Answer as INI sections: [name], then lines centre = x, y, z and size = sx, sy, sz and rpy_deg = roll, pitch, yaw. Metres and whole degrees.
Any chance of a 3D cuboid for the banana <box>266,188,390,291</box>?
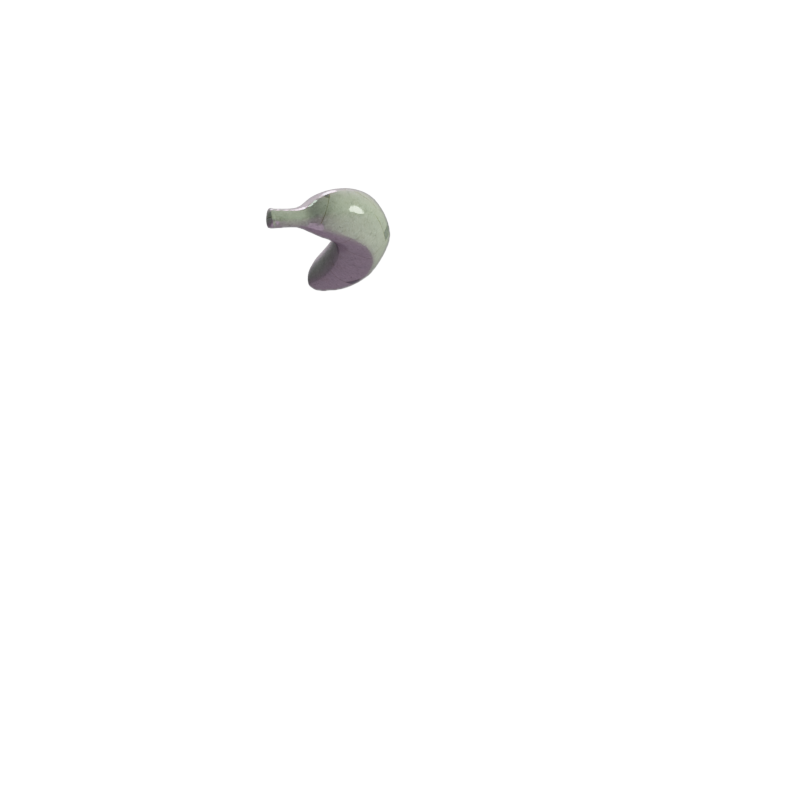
[banana]
centre = -0.041, -0.109, 0.748
size = 0.070, 0.038, 0.191
rpy_deg = -1, -8, 4
